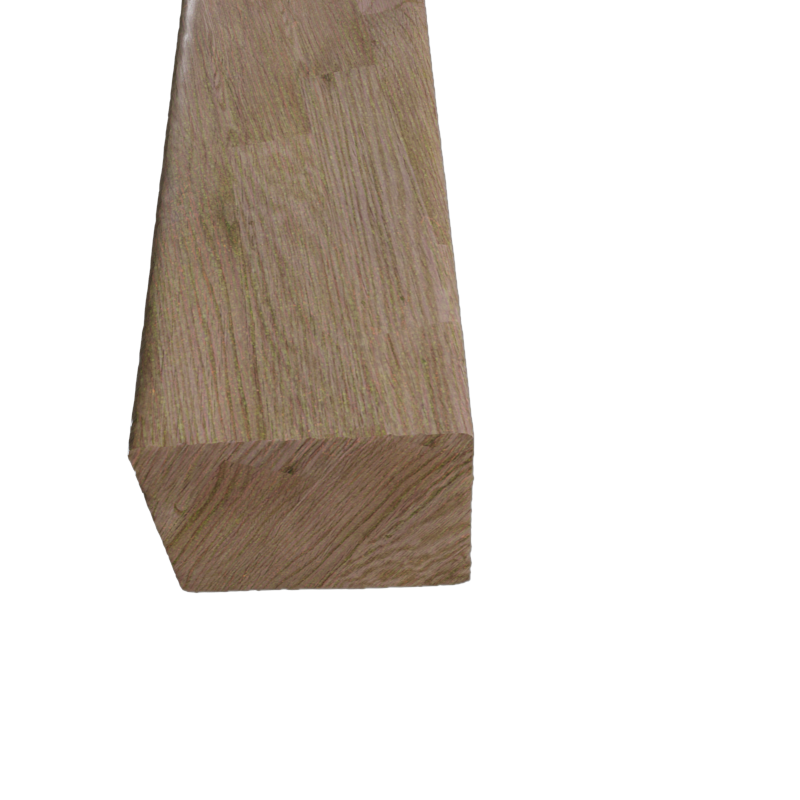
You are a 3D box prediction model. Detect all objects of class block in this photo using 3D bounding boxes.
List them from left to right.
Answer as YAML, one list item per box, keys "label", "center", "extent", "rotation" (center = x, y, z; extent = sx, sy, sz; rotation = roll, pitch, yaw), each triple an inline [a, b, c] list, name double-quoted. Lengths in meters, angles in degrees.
- label: "block"
  center: [-0.030, -0.053, 0.373]
  extent: [0.090, 0.221, 0.084]
  rotation: [-4, -37, 1]
